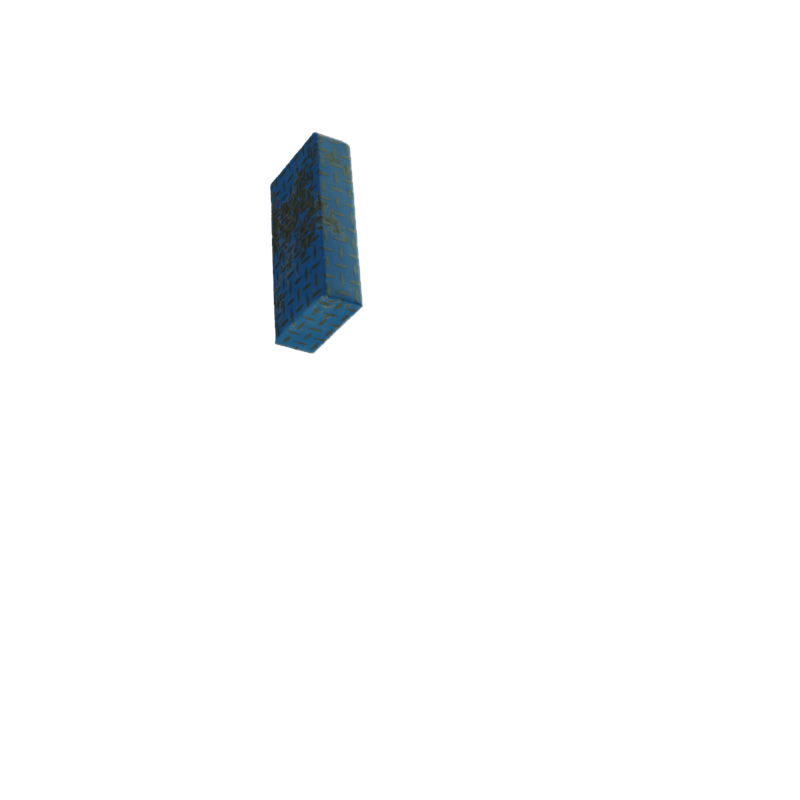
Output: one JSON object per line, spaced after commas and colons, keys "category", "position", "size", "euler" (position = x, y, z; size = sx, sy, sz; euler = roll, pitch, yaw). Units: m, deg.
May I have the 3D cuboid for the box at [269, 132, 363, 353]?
{"category": "box", "position": [-0.077, -0.141, 0.986], "size": [0.046, 0.188, 0.091], "euler": [17, -37, -28]}
